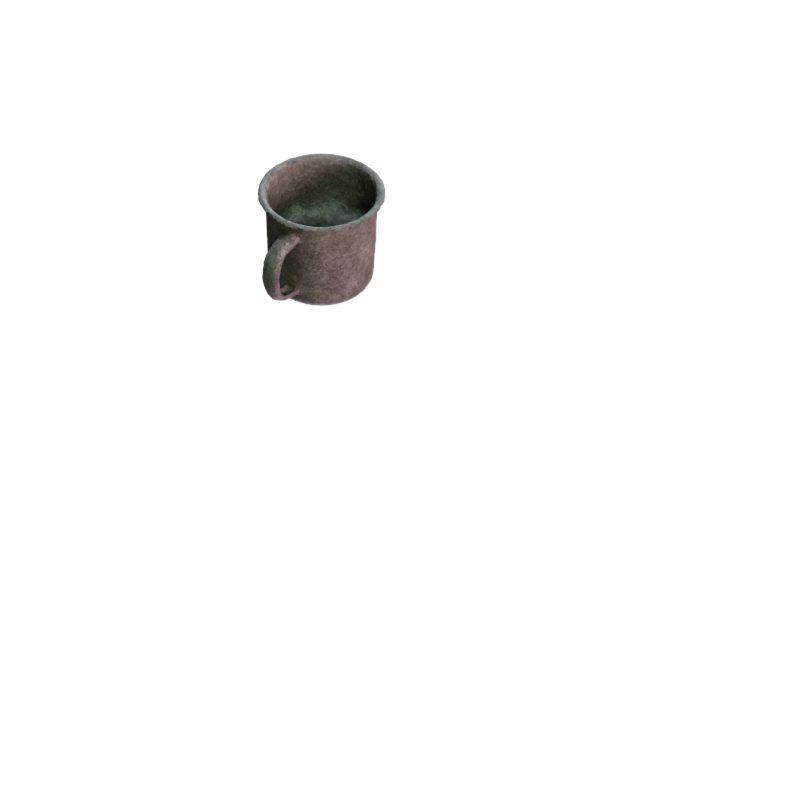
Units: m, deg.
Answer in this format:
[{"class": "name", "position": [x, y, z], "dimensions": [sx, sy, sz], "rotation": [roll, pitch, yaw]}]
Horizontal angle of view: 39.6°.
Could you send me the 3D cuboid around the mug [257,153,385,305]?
[{"class": "mug", "position": [-0.064, -0.118, 0.824], "dimensions": [0.097, 0.076, 0.121], "rotation": [21, 47, 19]}]
